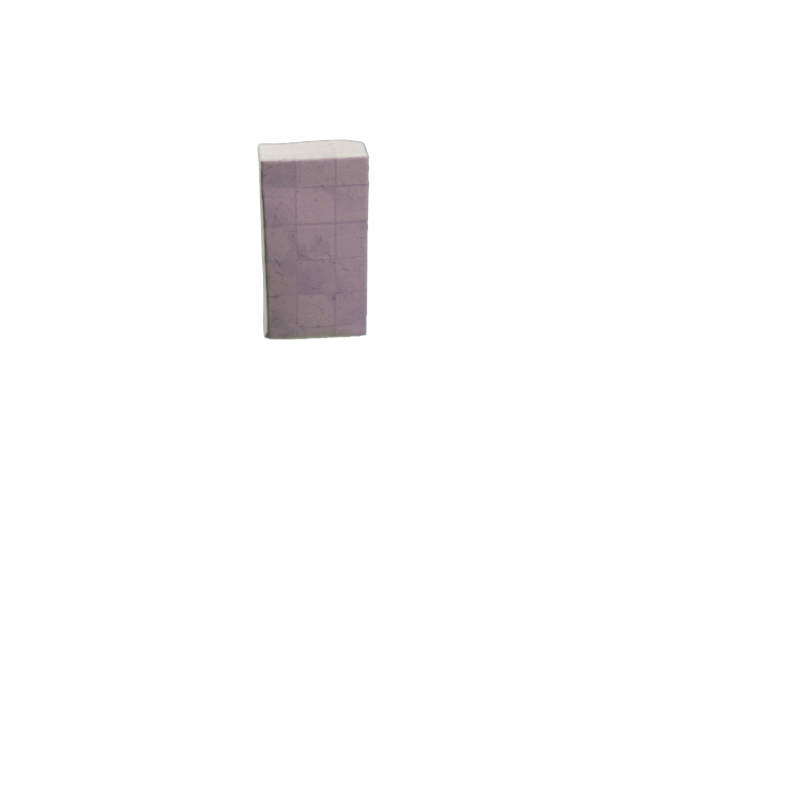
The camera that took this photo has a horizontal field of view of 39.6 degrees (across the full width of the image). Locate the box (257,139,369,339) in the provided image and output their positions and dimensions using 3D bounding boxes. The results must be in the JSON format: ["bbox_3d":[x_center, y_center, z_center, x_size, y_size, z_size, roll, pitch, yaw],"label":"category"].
[{"bbox_3d":[-0.075,-0.138,0.964,0.093,0.167,0.051,-2,27,-7],"label":"box"}]
